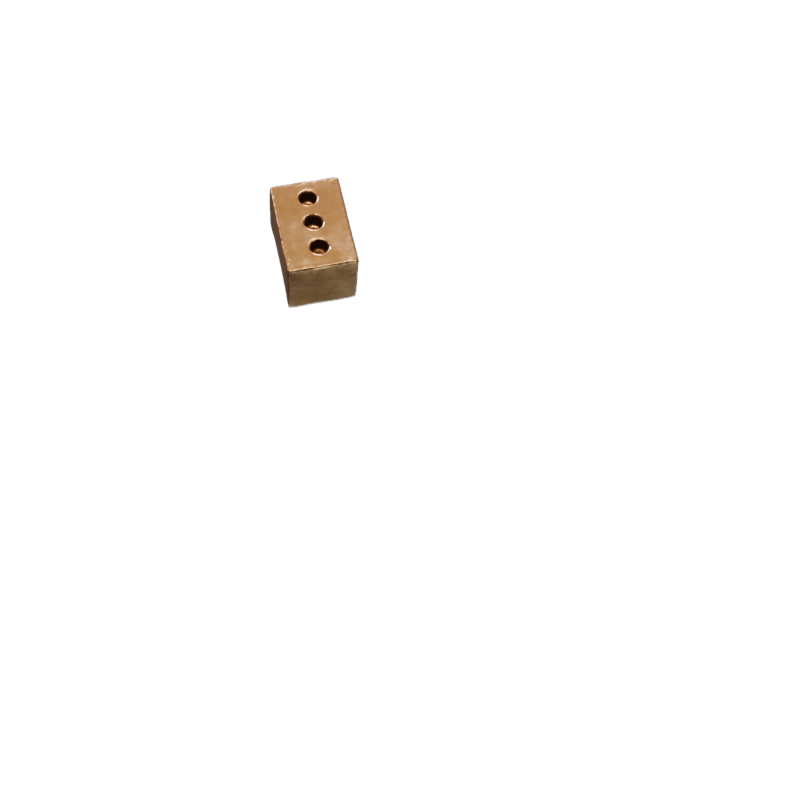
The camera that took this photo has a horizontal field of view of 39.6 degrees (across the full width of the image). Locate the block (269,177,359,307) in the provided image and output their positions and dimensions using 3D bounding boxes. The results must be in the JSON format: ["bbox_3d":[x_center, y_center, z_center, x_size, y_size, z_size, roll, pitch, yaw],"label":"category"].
[{"bbox_3d":[-0.063,-0.116,0.810,0.052,0.084,0.048,-10,-31,-8],"label":"block"}]
